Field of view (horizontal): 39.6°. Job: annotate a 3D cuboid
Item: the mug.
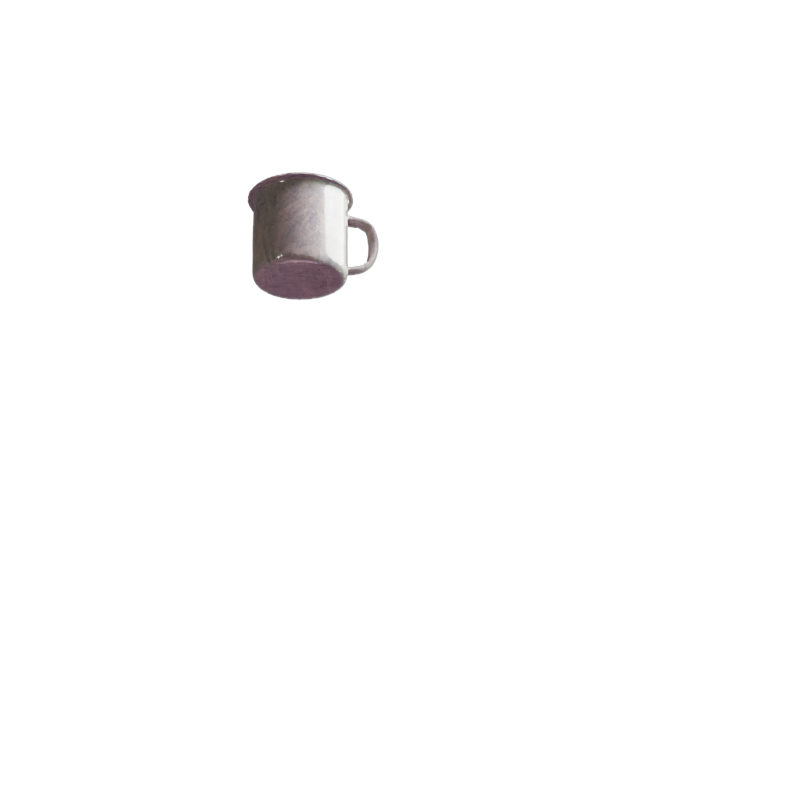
[{"bbox_3d":[-0.075,-0.137,0.962,0.114,0.086,0.091,7,-25,-18],"label":"mug"}]
